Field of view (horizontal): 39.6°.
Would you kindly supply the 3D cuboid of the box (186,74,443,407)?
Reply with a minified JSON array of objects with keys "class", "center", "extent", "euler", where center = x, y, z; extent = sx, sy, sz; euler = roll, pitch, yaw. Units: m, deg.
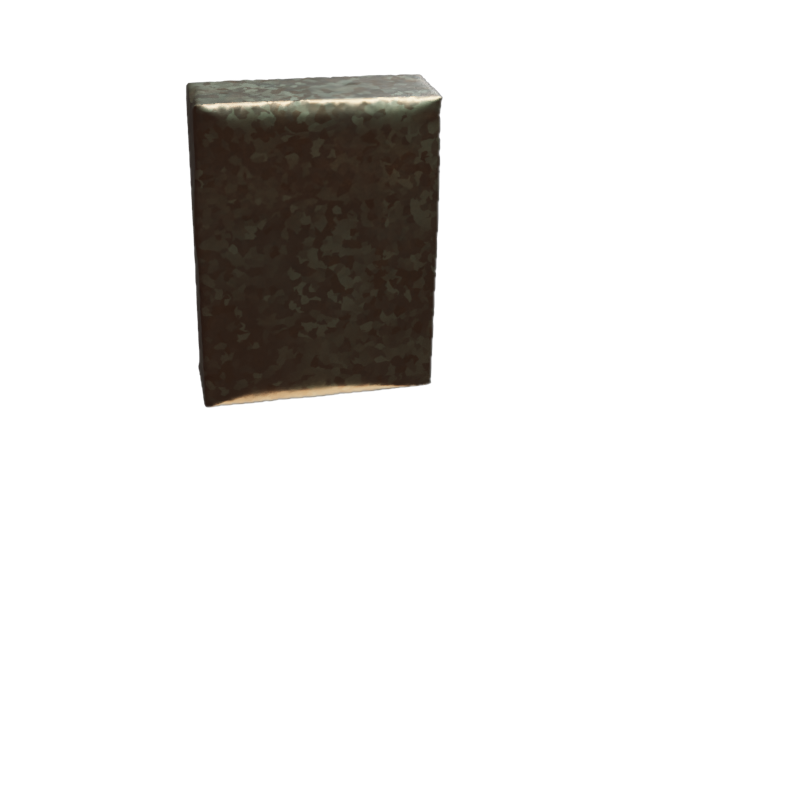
[{"class":"box","center":[-0.059,-0.108,0.756],"extent":[0.162,0.203,0.076],"euler":[-4,24,-11]}]
